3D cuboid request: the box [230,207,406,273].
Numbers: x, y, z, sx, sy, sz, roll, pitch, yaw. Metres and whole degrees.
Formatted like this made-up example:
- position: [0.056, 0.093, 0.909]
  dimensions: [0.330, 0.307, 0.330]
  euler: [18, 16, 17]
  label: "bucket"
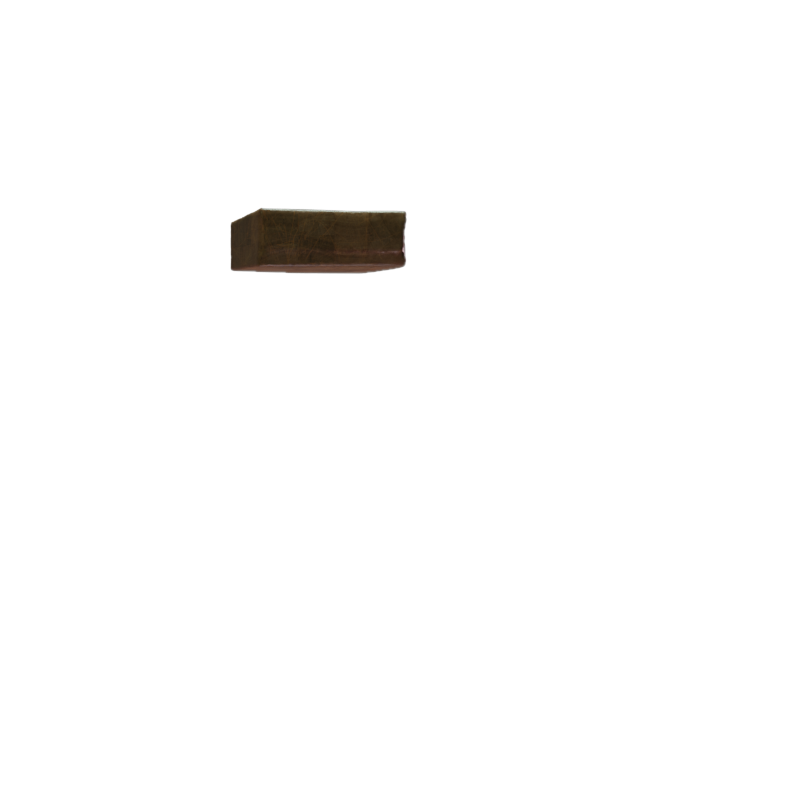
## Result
- position: [-0.044, -0.080, 0.562]
  dimensions: [0.072, 0.030, 0.091]
  euler: [-1, 3, -15]
  label: "box"
